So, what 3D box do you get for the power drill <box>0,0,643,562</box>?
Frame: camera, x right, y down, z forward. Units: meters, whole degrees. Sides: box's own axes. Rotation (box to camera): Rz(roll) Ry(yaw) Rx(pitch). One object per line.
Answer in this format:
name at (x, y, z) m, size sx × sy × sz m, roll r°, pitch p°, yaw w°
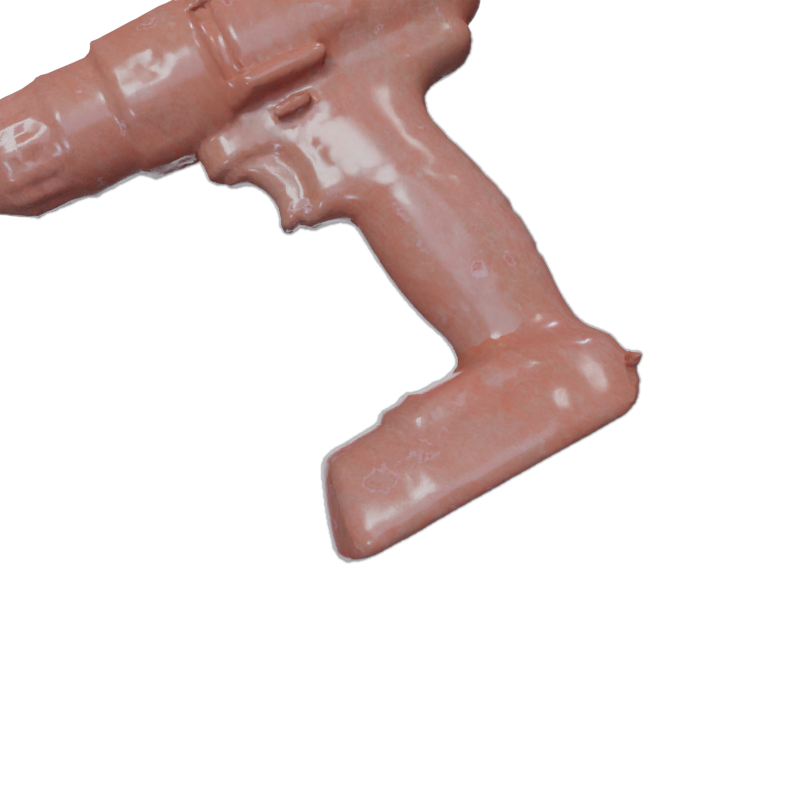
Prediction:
power drill at (-0.028, -0.051, 0.354) m, size 0.184 × 0.193 × 0.056 m, roll -27°, pitch -10°, yaw -5°
